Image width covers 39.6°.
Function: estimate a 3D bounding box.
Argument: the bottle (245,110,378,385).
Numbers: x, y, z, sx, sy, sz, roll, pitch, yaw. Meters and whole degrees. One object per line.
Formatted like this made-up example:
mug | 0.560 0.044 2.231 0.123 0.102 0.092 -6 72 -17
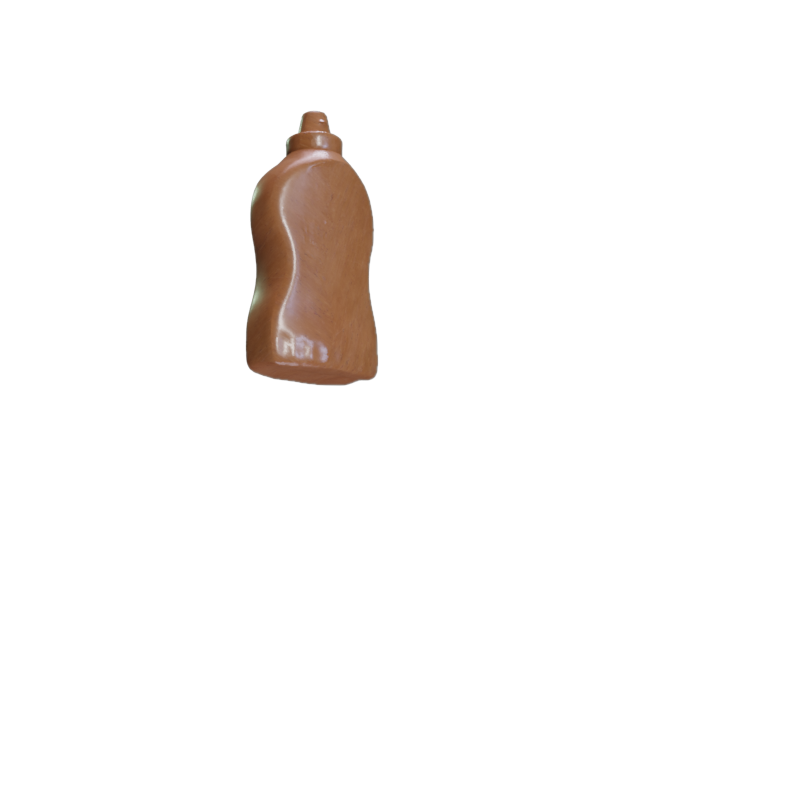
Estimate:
bottle | -0.060 -0.111 0.774 0.091 0.199 0.059 12 -21 -38
